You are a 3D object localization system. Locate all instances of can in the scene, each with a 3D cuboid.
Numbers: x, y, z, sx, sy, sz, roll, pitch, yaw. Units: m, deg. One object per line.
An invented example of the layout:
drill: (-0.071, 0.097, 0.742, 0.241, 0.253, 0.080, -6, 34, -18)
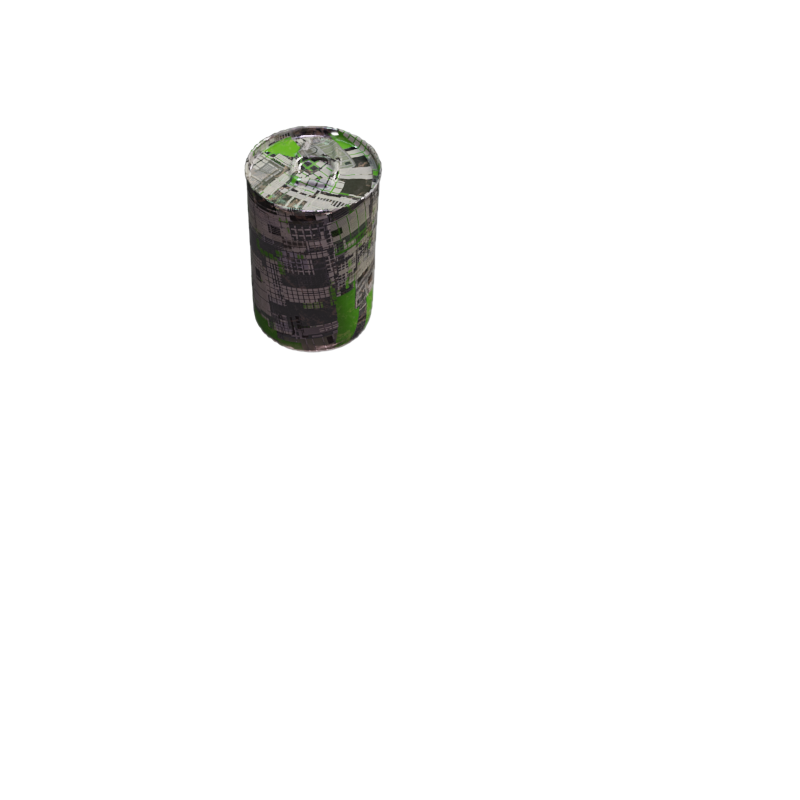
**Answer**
can: (-0.045, -0.083, 0.580, 0.068, 0.074, 0.095, 0, -43, -3)
